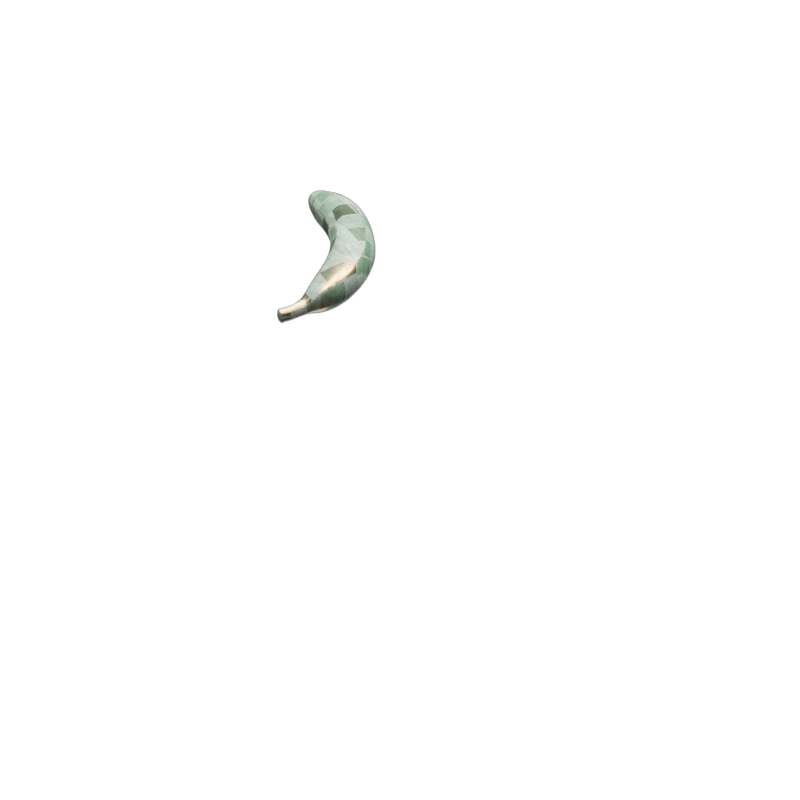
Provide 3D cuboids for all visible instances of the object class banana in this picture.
[{"bbox_3d":[-0.054,-0.128,0.919,0.070,0.034,0.209,3,35,3],"label":"banana"}]
